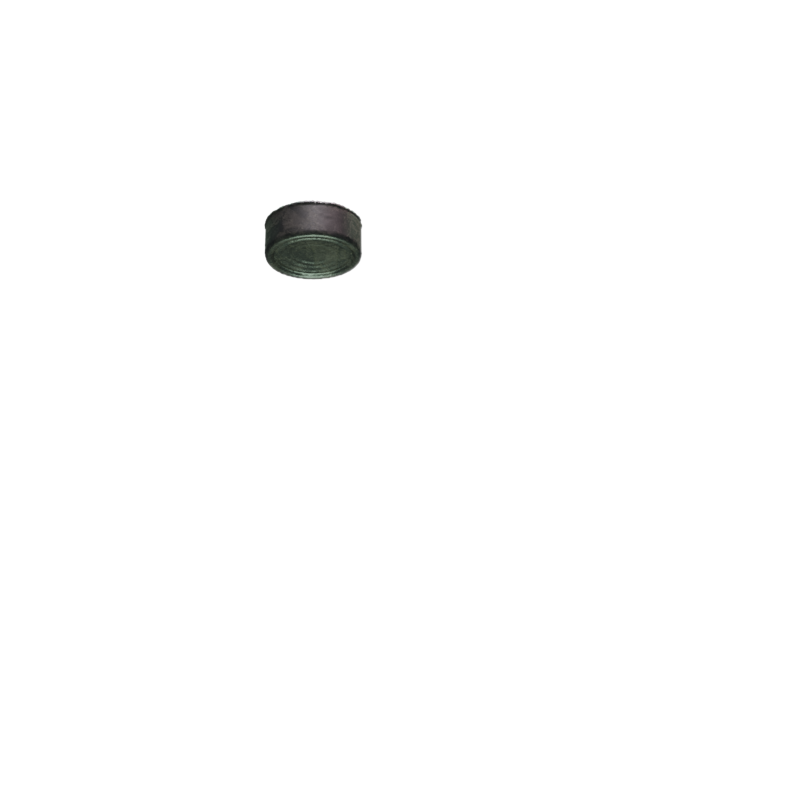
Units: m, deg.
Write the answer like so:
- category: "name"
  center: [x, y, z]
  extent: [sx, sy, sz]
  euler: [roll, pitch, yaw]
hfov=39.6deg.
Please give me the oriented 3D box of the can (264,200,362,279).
- category: "can"
  center: [-0.076, -0.138, 0.968]
  extent: [0.086, 0.035, 0.081]
  euler: [1, -23, -2]
